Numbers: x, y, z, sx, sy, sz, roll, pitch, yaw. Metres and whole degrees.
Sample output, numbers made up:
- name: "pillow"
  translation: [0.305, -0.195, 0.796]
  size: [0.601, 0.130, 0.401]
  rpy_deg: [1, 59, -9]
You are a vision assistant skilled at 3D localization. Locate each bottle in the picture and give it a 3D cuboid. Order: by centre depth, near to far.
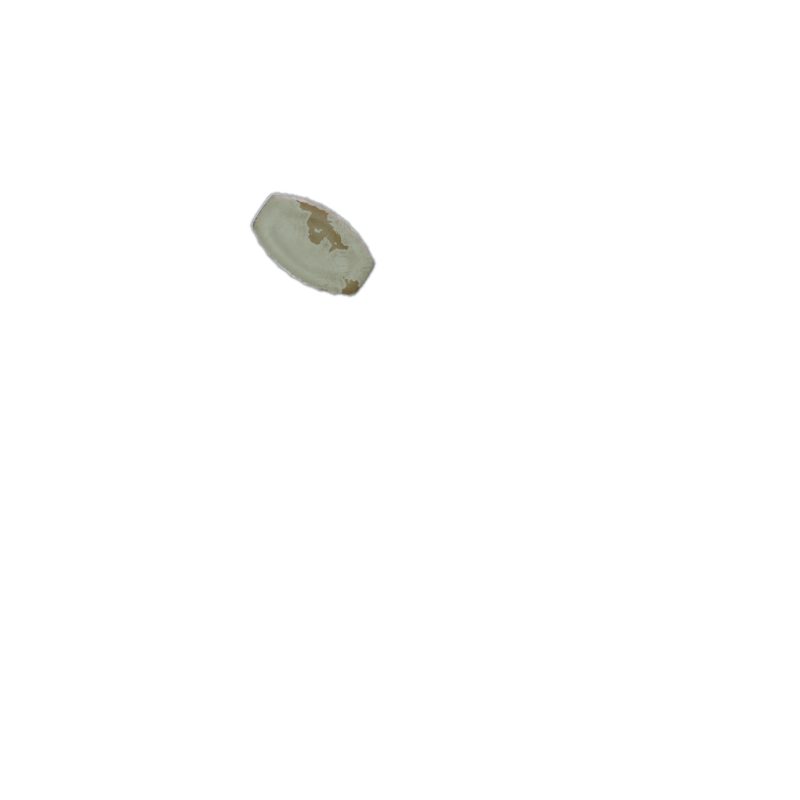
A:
- name: "bottle"
  translation: [-0.071, -0.131, 0.914]
  size: [0.095, 0.058, 0.195]
  rpy_deg: [32, 6, -7]
